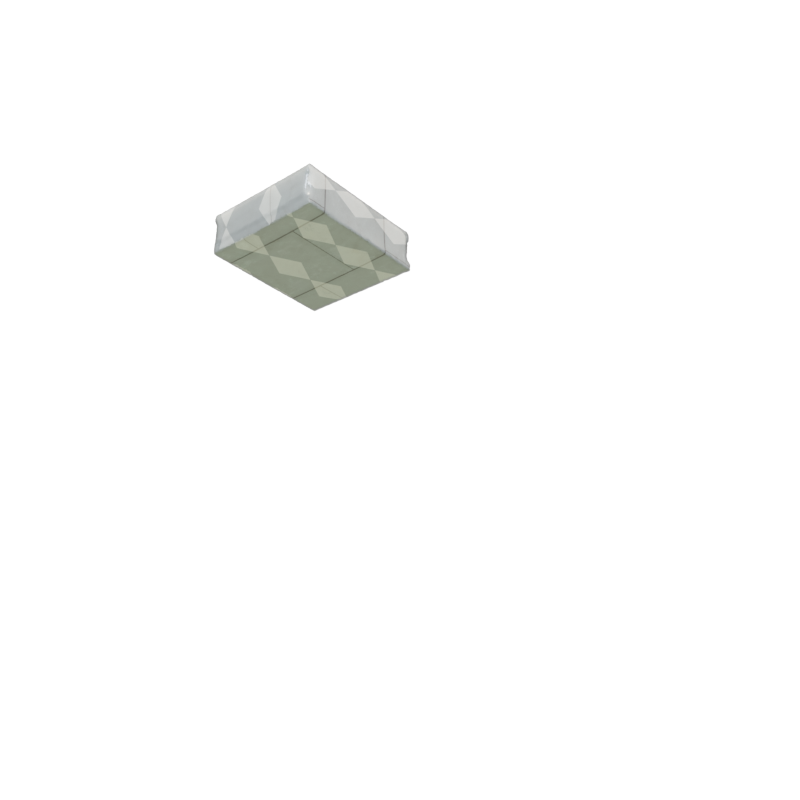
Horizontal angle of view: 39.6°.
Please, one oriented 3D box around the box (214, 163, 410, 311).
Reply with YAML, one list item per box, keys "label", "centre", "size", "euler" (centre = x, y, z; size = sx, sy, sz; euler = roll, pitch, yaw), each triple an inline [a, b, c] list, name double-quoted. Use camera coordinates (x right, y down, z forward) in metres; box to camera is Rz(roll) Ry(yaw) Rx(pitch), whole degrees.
- label: "box"
  centre: [-0.049, -0.090, 0.631]
  size: [0.073, 0.032, 0.083]
  euler: [-23, -36, 35]
